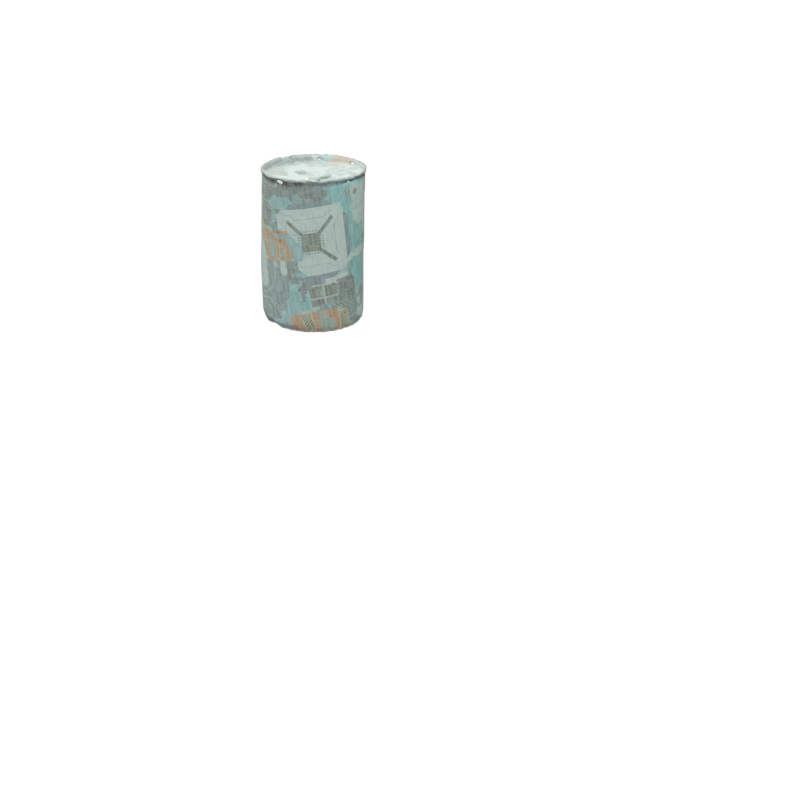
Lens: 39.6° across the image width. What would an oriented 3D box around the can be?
[{"bbox_3d":[-0.057,-0.103,0.725,0.068,0.098,0.072,0,21,-2],"label":"can"}]
